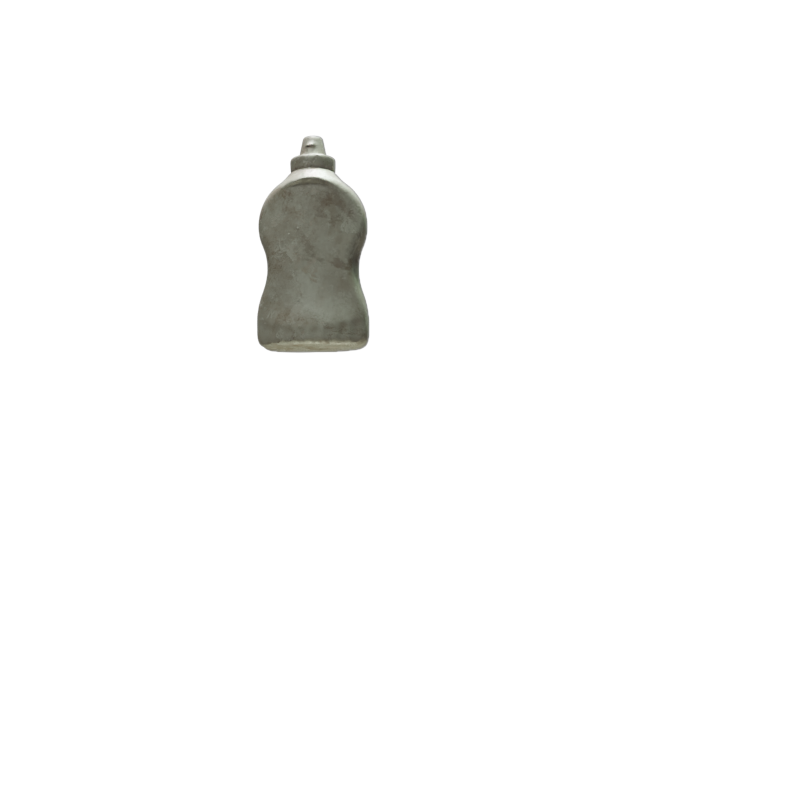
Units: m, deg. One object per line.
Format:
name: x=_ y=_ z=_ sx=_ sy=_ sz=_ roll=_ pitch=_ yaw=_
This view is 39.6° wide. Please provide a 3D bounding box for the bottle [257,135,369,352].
bottle: x=-0.077 y=-0.140 z=0.982 sx=0.097 sy=0.198 sz=0.056 roll=-3 pitch=-12 yaw=9
